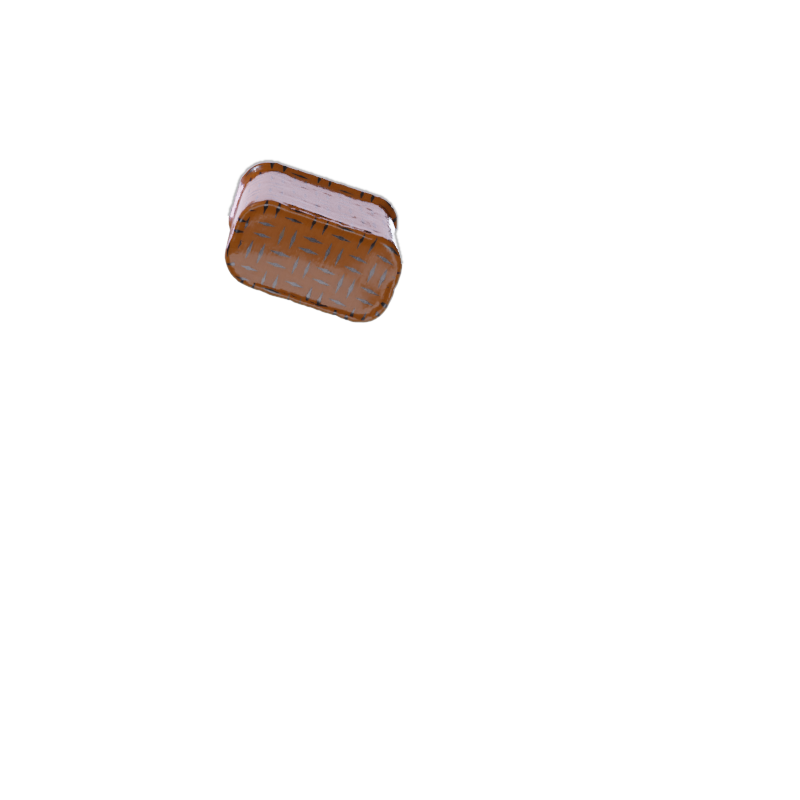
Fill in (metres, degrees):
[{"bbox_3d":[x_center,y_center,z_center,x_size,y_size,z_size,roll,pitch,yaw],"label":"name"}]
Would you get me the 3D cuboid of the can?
[{"bbox_3d":[-0.051,-0.092,0.646,0.100,0.056,0.088,17,21,-8],"label":"can"}]
